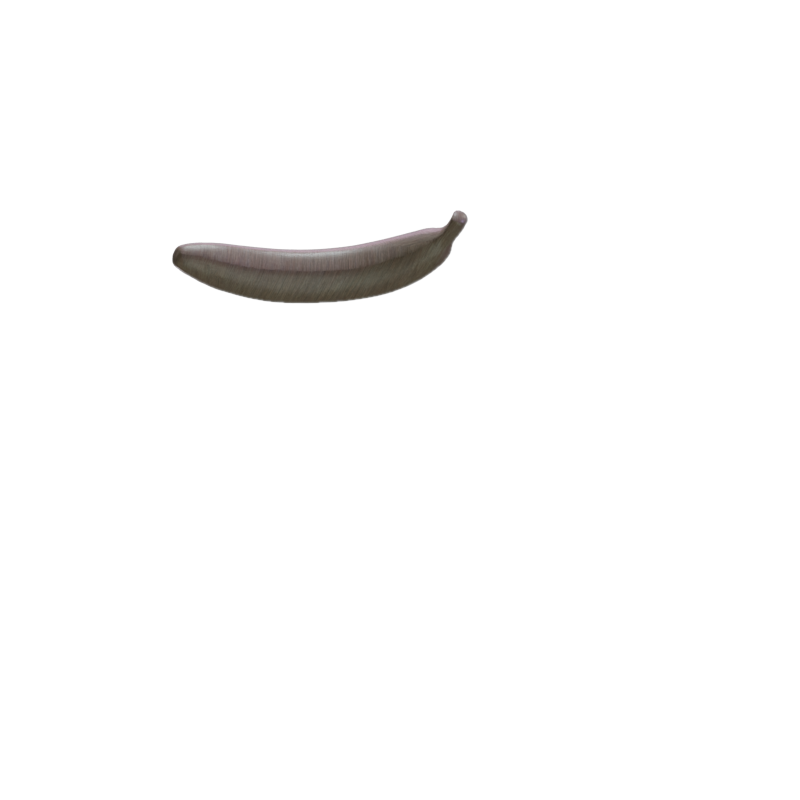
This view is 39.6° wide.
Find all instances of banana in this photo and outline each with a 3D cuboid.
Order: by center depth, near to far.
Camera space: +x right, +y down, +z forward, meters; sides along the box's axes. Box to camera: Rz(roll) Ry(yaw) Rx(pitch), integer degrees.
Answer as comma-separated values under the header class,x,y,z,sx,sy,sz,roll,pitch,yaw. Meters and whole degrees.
class,x,y,z,sx,sy,sz,roll,pitch,yaw
banana,-0.051,-0.094,0.750,0.199,0.039,0.064,-7,-45,7
